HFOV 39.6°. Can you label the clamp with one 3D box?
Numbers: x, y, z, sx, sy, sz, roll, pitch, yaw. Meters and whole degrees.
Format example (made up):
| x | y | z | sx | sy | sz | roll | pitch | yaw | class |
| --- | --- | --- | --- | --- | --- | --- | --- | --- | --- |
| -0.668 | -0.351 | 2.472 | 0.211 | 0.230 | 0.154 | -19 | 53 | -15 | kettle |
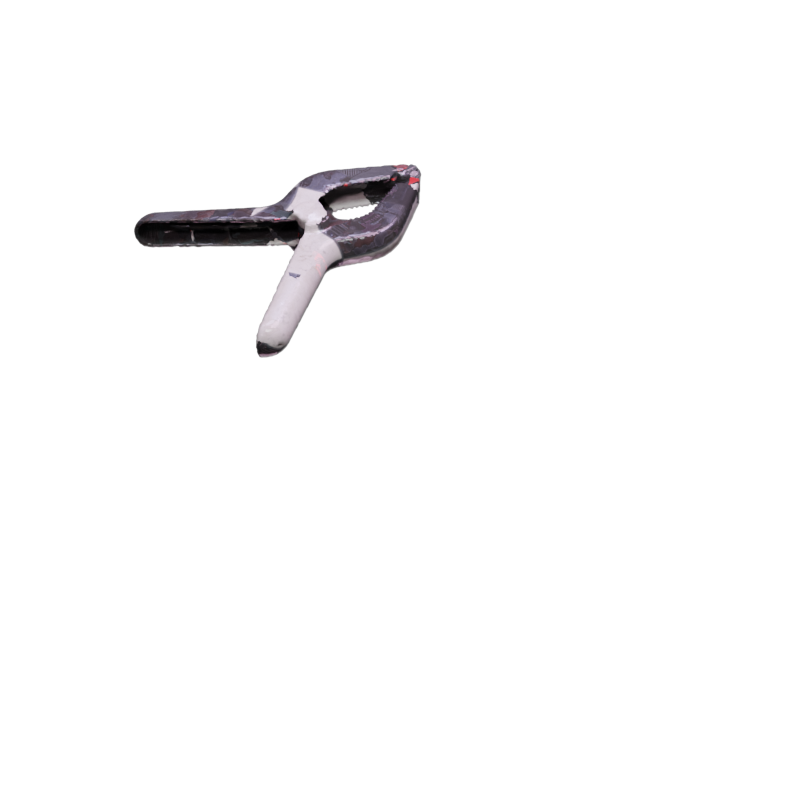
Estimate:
| x | y | z | sx | sy | sz | roll | pitch | yaw | class |
| --- | --- | --- | --- | --- | --- | --- | --- | --- | --- |
| -0.062 | -0.112 | 0.786 | 0.208 | 0.034 | 0.178 | -24 | 48 | -23 | clamp |
